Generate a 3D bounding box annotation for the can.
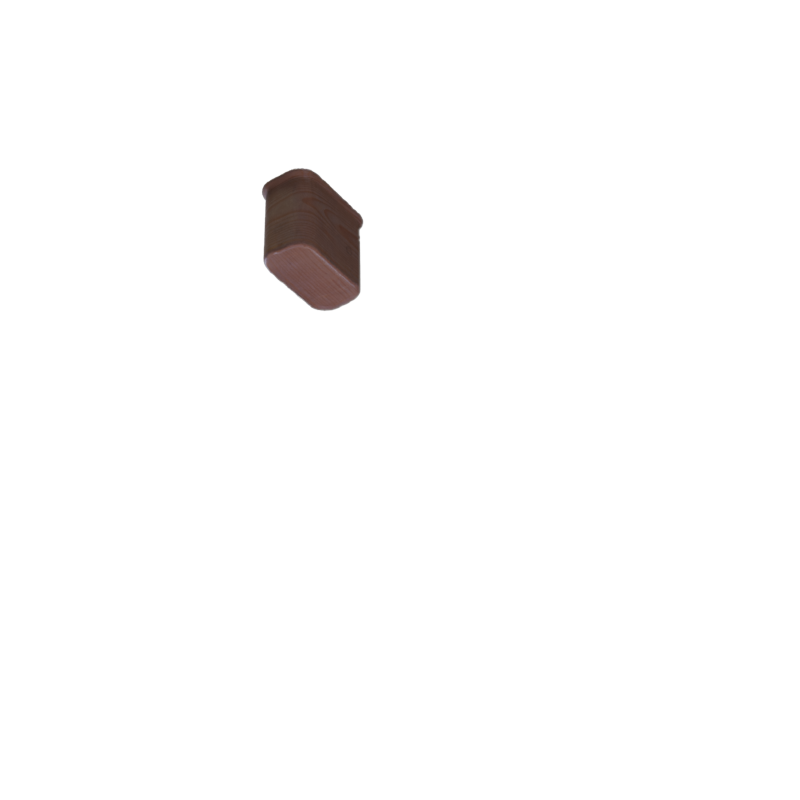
[{"bbox_3d":[-0.076,-0.139,0.974,0.058,0.090,0.094,-23,-41,26],"label":"can"}]
